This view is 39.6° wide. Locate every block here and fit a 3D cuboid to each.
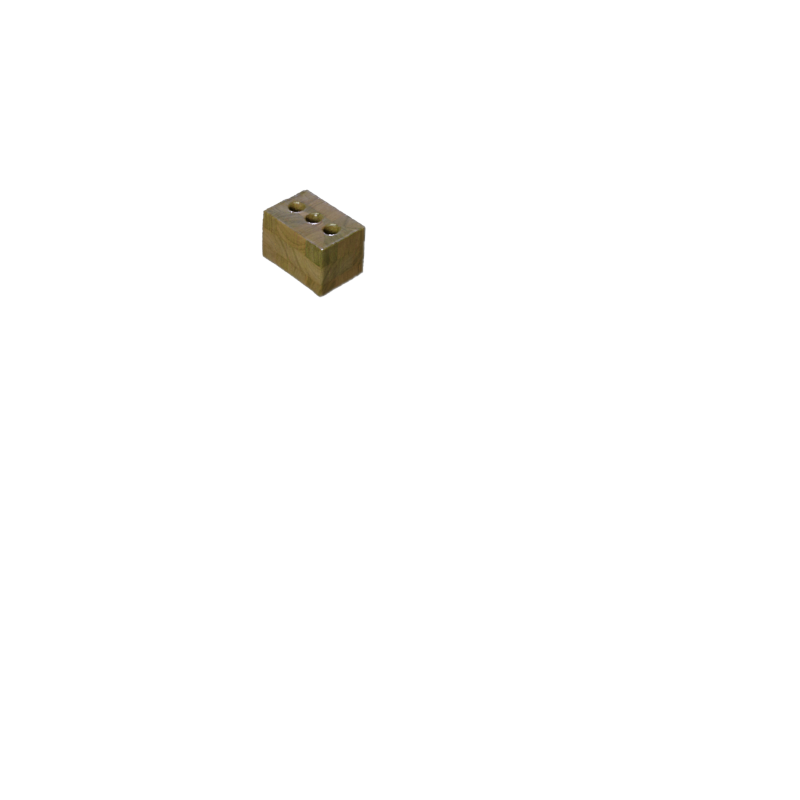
[{"bbox_3d":[-0.074,-0.135,0.949,0.053,0.048,0.083,-31,51,-32],"label":"block"}]
